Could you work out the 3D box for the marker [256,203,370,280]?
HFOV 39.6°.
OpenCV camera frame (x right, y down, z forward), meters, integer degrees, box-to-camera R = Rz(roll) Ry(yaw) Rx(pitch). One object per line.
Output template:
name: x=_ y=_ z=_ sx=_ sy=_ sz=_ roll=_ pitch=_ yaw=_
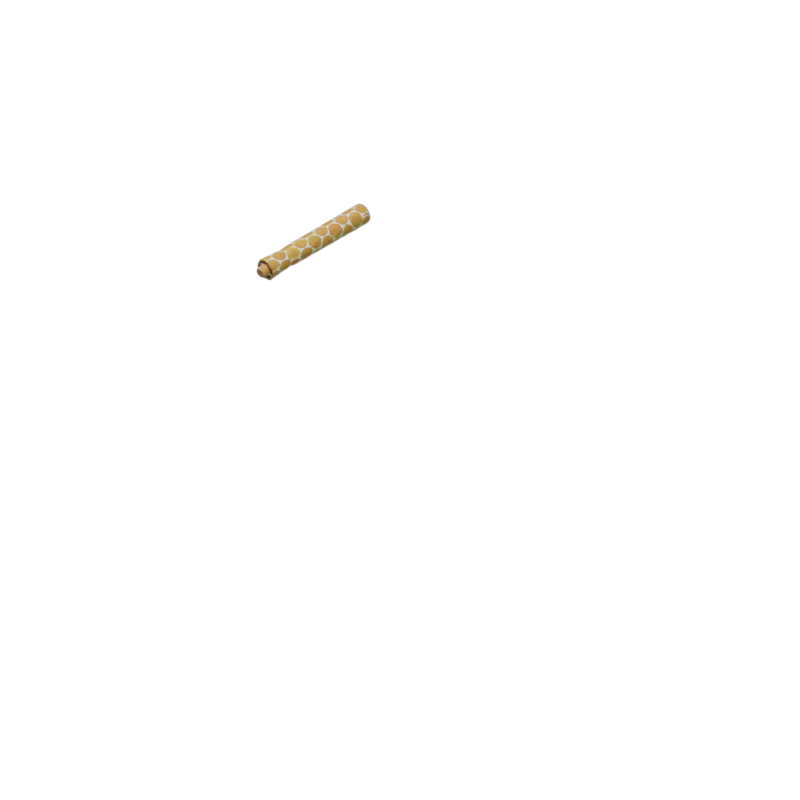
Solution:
marker: x=-0.072 y=-0.132 z=0.924 sx=0.021 sy=0.019 sz=0.122 roll=4 pitch=32 yaw=48
